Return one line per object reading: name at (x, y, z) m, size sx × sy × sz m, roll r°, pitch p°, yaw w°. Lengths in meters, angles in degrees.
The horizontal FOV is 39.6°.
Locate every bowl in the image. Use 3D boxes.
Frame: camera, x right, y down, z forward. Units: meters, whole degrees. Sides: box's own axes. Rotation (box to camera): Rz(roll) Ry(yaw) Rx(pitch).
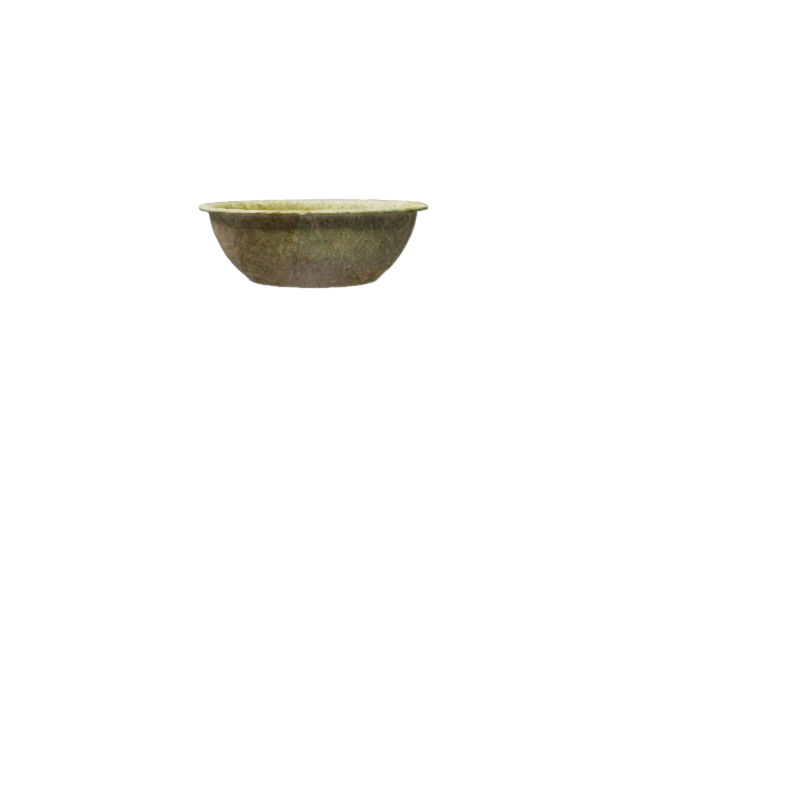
bowl at (-0.061, -0.112, 0.784) m, size 0.162 × 0.054 × 0.166 m, roll 0°, pitch 12°, yaw -2°
